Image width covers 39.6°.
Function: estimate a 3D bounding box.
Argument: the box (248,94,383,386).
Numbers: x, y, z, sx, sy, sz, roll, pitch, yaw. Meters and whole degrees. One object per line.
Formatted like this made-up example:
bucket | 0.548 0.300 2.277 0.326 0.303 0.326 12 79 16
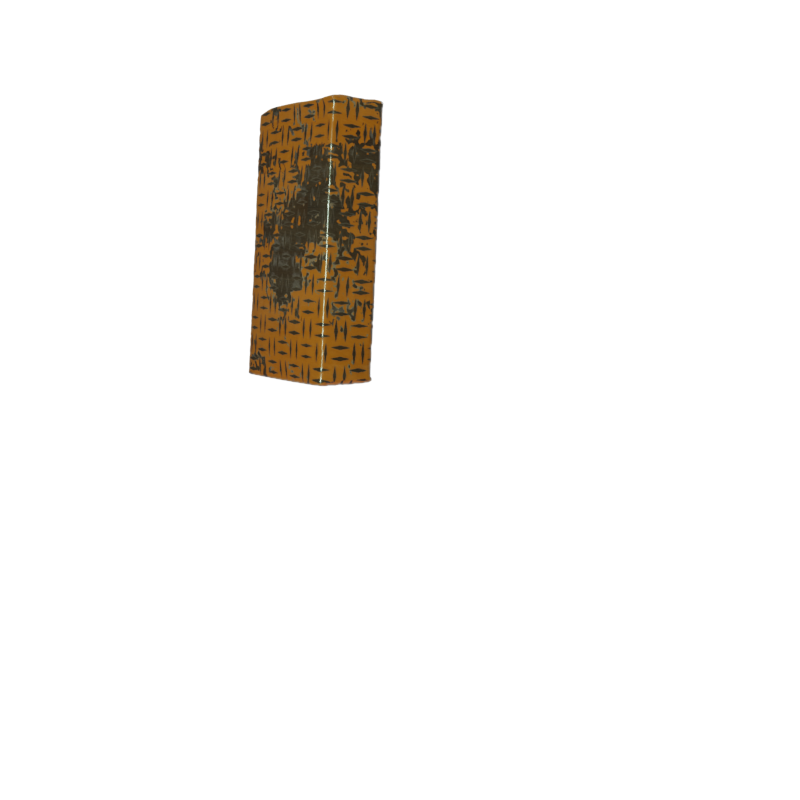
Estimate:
box | -0.056 -0.101 0.708 0.046 0.177 0.097 1 0 -35
